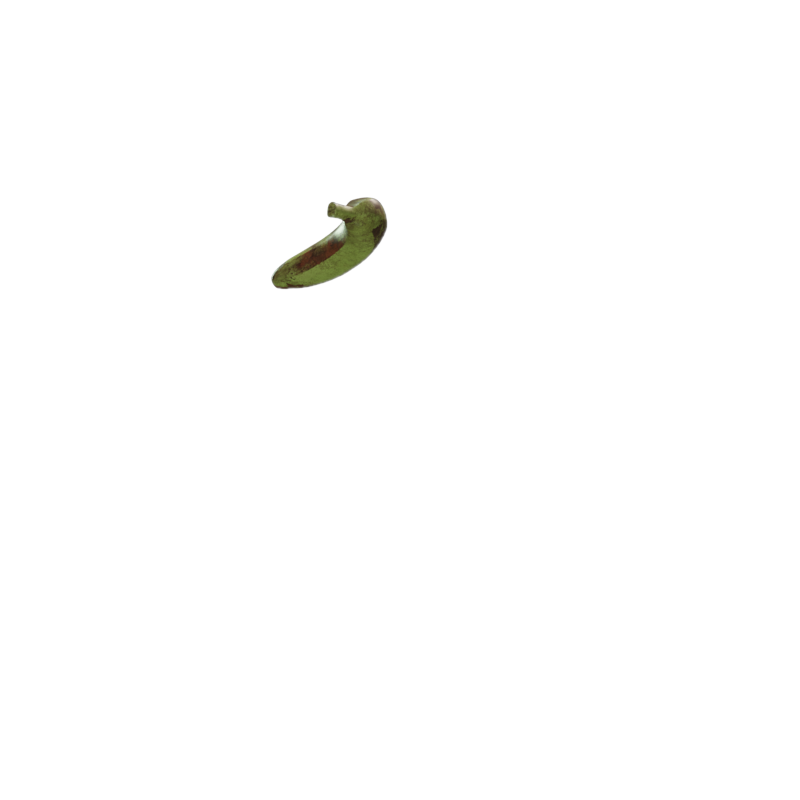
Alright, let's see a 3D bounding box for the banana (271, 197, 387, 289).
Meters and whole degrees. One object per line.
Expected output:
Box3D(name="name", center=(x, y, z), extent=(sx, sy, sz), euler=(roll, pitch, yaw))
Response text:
Box3D(name="banana", center=(-0.056, -0.136, 0.955), extent=(0.068, 0.038, 0.194), euler=(5, -16, -19))
